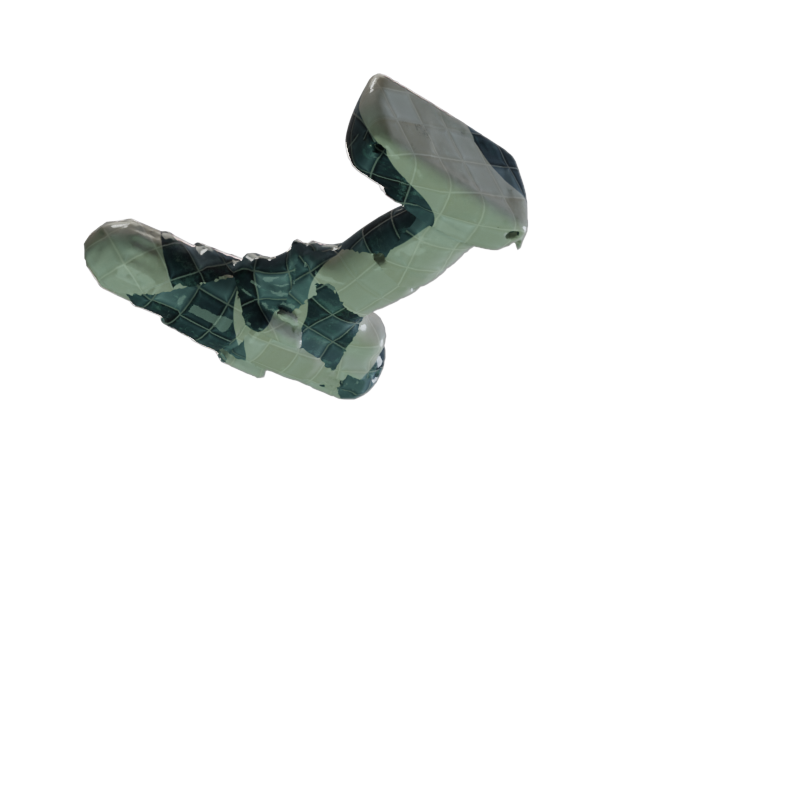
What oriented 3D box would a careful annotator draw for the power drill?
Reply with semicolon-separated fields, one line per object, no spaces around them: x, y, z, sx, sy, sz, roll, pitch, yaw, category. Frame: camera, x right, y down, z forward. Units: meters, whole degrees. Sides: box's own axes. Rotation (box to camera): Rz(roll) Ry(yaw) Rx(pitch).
-0.044;-0.081;0.567;0.174;0.061;0.185;25;-43;-31;power drill
